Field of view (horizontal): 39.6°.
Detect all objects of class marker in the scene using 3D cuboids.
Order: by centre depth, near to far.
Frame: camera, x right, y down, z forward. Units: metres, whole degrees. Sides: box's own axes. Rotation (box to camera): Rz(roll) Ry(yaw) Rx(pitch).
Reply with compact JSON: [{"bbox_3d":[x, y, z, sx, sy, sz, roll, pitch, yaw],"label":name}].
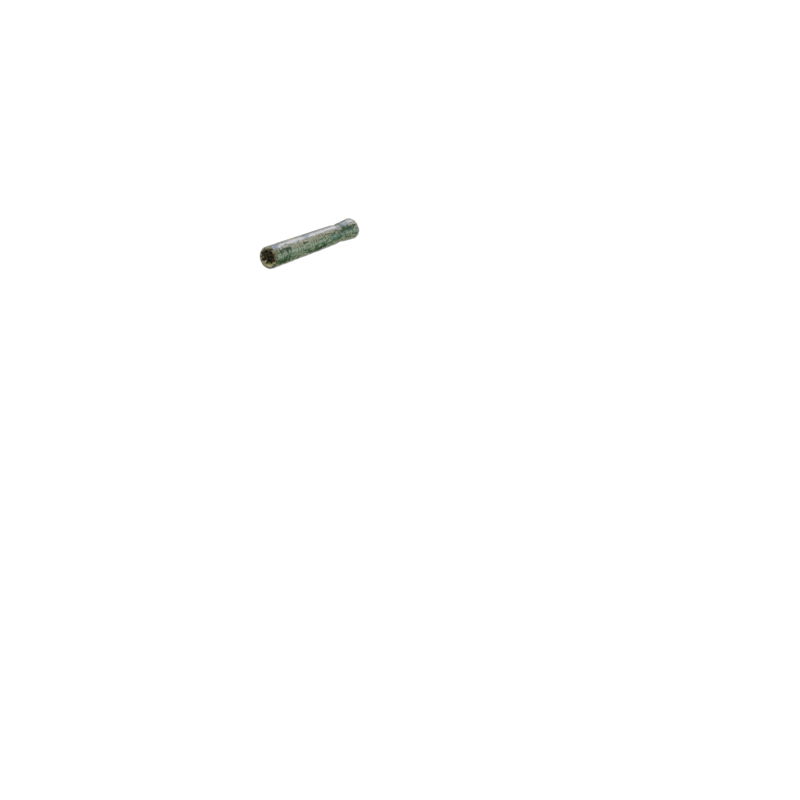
[{"bbox_3d":[-0.073,-0.133,0.932,0.020,0.019,0.120,3,20,34],"label":"marker"}]
